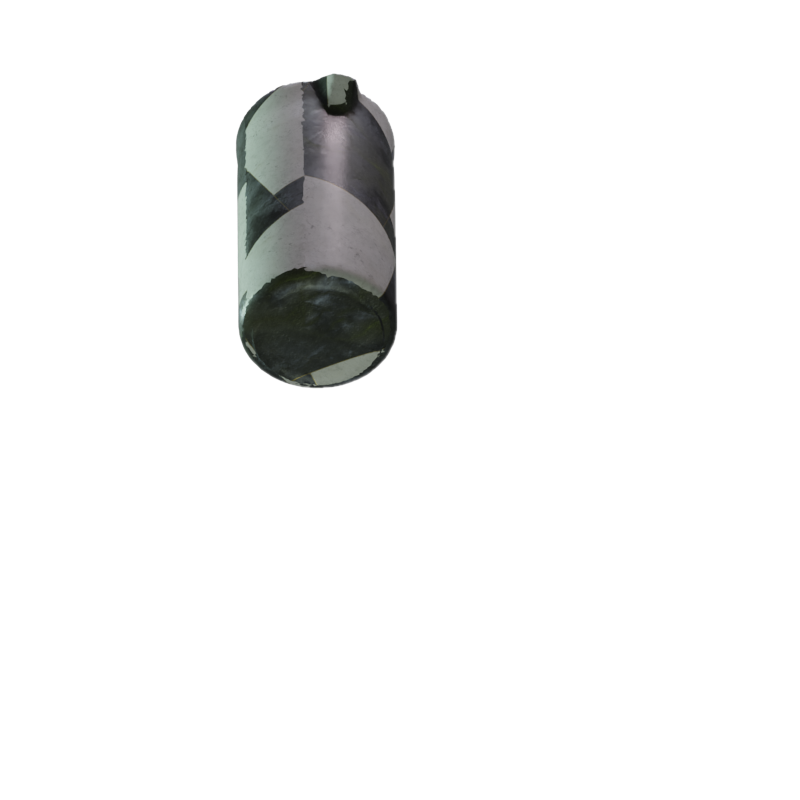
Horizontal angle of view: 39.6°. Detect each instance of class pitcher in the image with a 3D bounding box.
[{"bbox_3d":[-0.066,-0.121,0.844,0.145,0.261,0.138,-21,-50,15],"label":"pitcher"}]
